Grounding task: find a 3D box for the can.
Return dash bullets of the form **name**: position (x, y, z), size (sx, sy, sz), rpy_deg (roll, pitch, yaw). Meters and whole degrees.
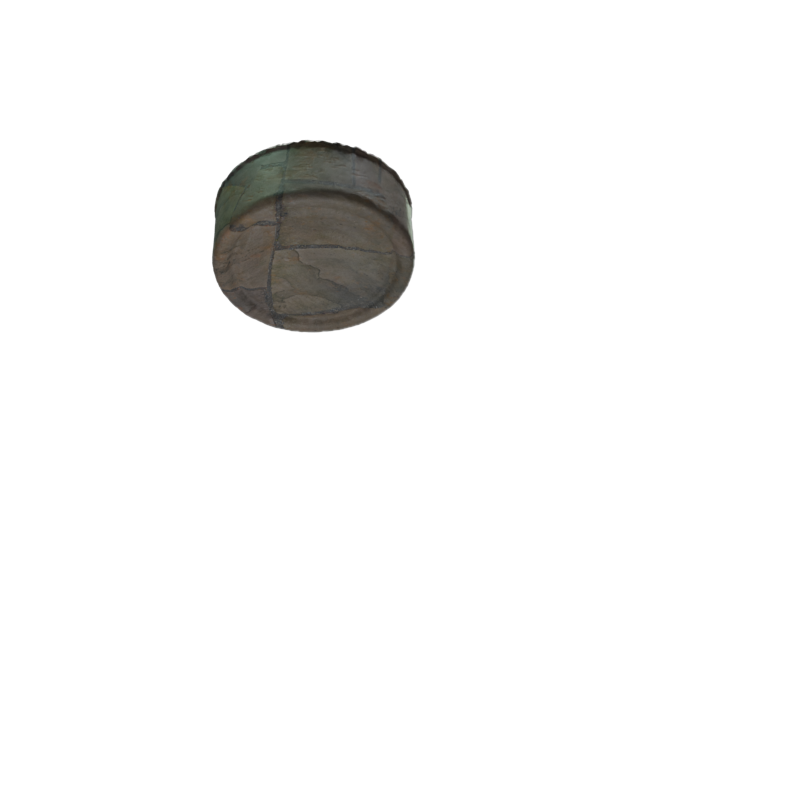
- **can**: position (-0.037, -0.067, 0.469), size (0.086, 0.036, 0.080), rpy_deg (1, -40, -2)
